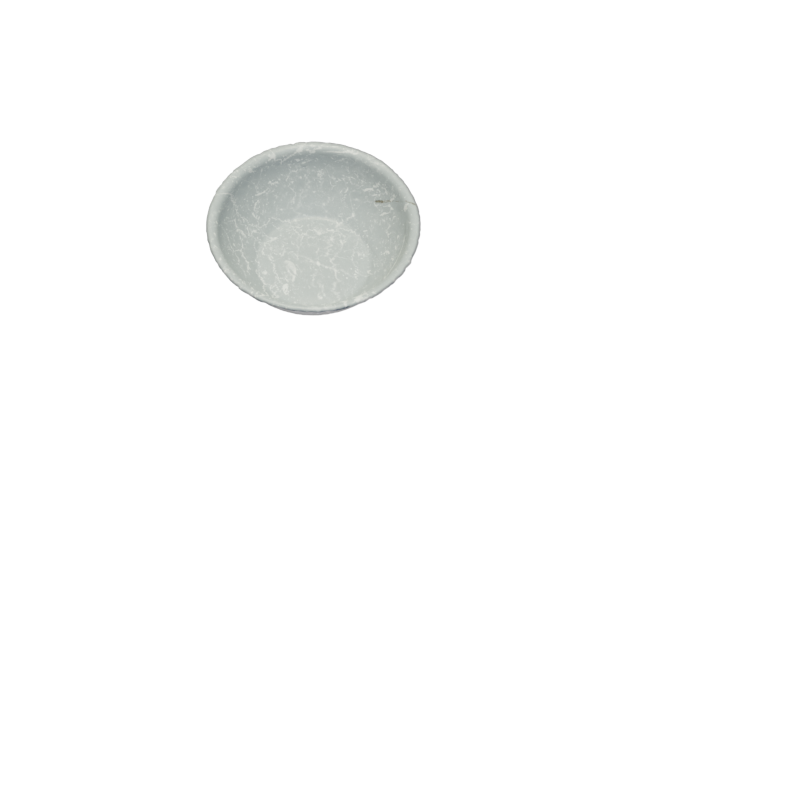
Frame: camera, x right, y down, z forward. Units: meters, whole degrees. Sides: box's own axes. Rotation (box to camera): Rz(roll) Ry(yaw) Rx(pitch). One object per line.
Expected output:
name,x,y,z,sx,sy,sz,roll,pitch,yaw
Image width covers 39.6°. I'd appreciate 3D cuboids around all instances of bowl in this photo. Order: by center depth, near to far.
bowl,-0.067,-0.122,0.856,0.162,0.173,0.051,-1,-34,-1
